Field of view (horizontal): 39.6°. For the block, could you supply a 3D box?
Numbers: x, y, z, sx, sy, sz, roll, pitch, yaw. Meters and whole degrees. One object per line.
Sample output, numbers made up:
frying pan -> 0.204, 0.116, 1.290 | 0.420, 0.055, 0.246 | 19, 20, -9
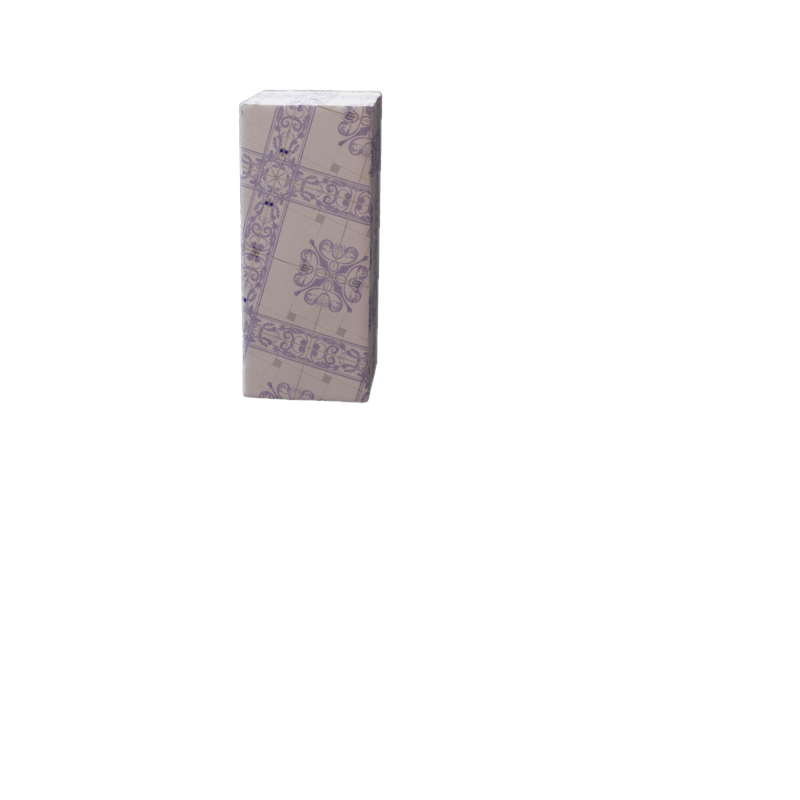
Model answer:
block -> -0.061, -0.112, 0.786 | 0.091, 0.199, 0.093 | 2, 15, 5
